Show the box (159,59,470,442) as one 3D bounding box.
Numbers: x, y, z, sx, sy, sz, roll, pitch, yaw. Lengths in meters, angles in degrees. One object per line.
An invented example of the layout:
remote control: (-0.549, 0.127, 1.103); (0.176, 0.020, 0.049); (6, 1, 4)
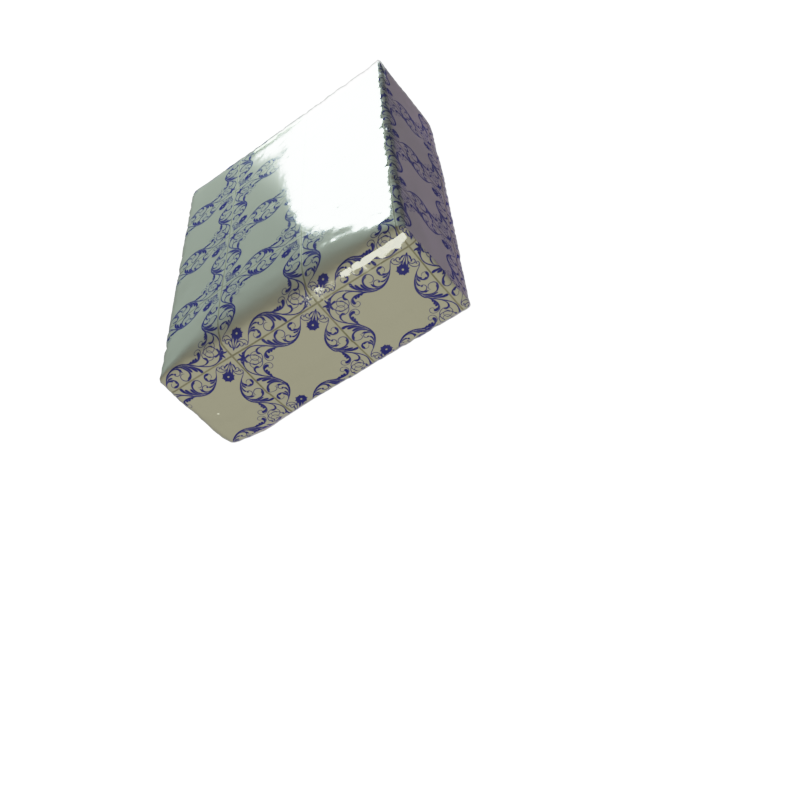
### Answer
box: (-0.053, -0.096, 0.673); (0.164, 0.067, 0.229); (-31, 33, 18)
